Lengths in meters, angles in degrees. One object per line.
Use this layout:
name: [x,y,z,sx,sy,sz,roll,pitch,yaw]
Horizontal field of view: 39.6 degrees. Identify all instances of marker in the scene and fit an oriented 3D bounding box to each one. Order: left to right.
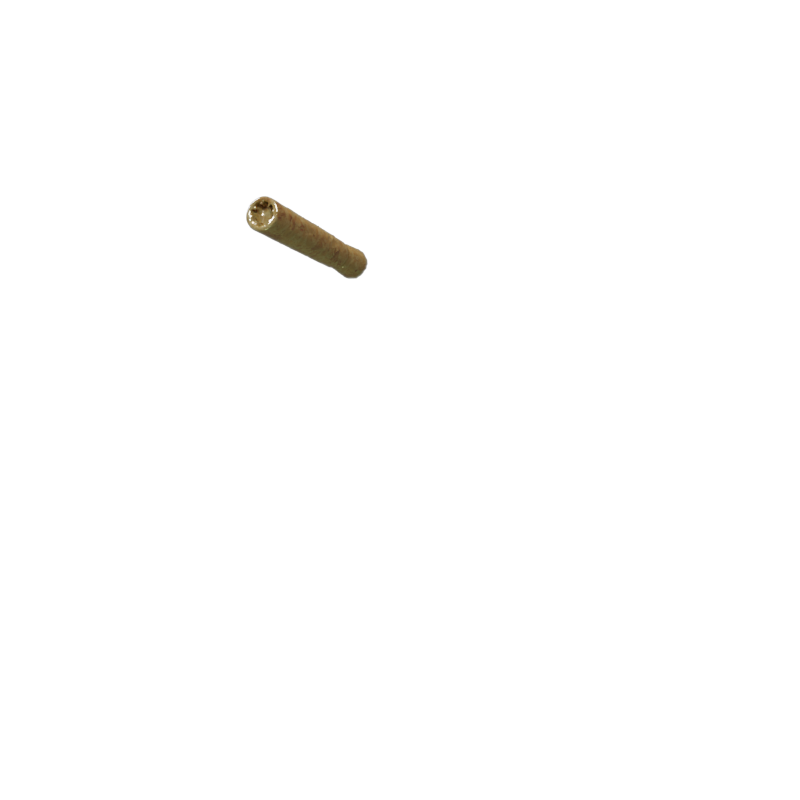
marker: [-0.049,-0.089,0.620,0.020,0.020,0.115,2,-7,24]
